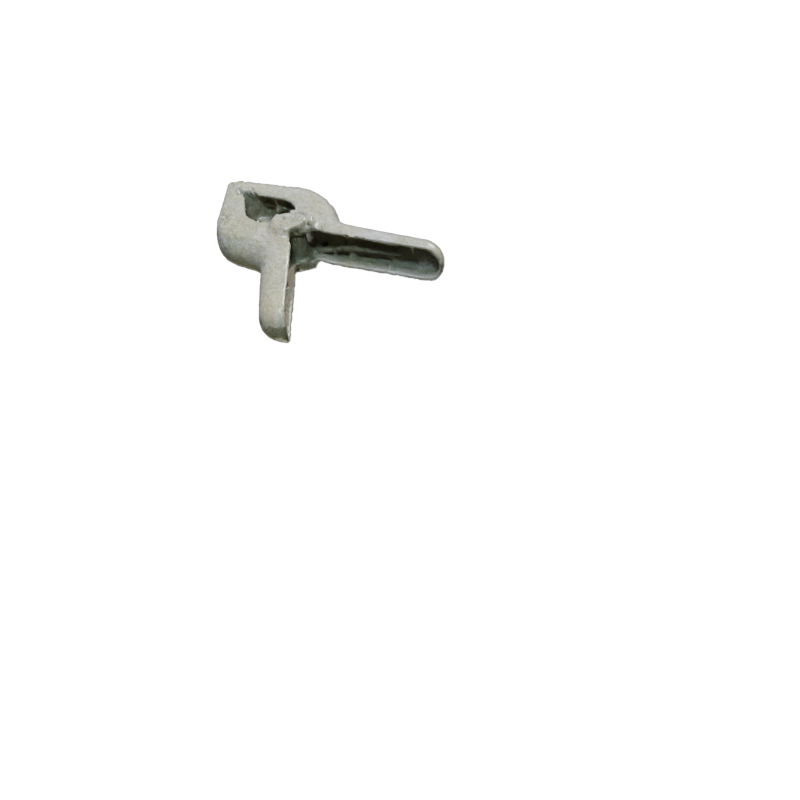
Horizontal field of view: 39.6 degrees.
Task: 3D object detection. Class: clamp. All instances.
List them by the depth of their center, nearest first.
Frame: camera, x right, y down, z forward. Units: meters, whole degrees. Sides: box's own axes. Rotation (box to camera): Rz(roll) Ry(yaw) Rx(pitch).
[{"bbox_3d":[-0.055,-0.100,0.697,0.118,0.037,0.185,-14,38,-19],"label":"clamp"}]
